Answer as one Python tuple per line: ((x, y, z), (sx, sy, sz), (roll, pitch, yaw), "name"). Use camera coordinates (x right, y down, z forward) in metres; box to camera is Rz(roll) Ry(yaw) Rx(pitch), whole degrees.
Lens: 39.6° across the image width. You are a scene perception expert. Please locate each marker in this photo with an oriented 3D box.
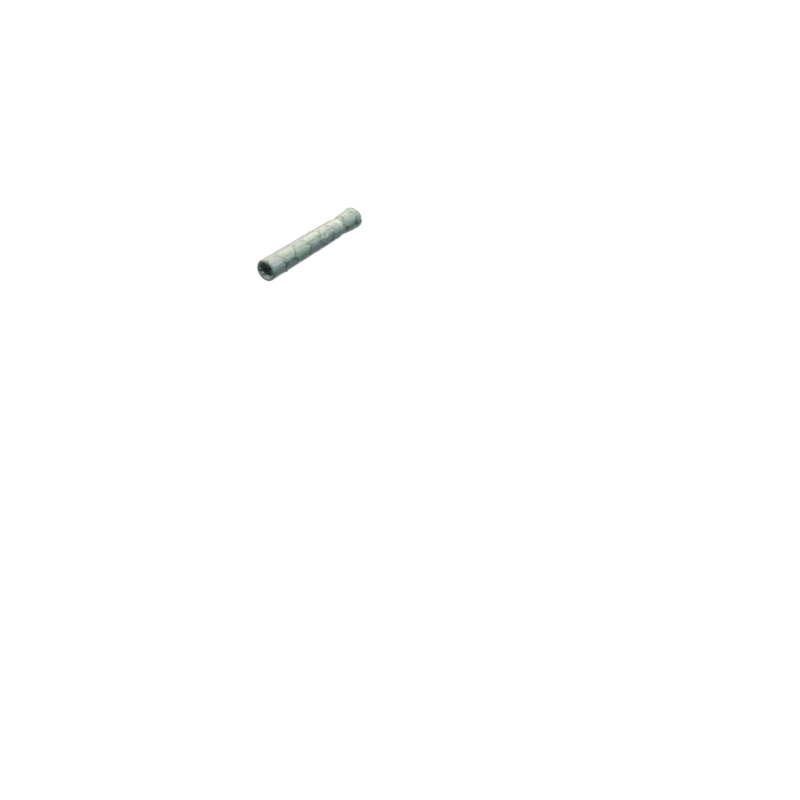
((-0.072, -0.132, 0.924), (0.021, 0.019, 0.122), (3, 30, 40), "marker")
